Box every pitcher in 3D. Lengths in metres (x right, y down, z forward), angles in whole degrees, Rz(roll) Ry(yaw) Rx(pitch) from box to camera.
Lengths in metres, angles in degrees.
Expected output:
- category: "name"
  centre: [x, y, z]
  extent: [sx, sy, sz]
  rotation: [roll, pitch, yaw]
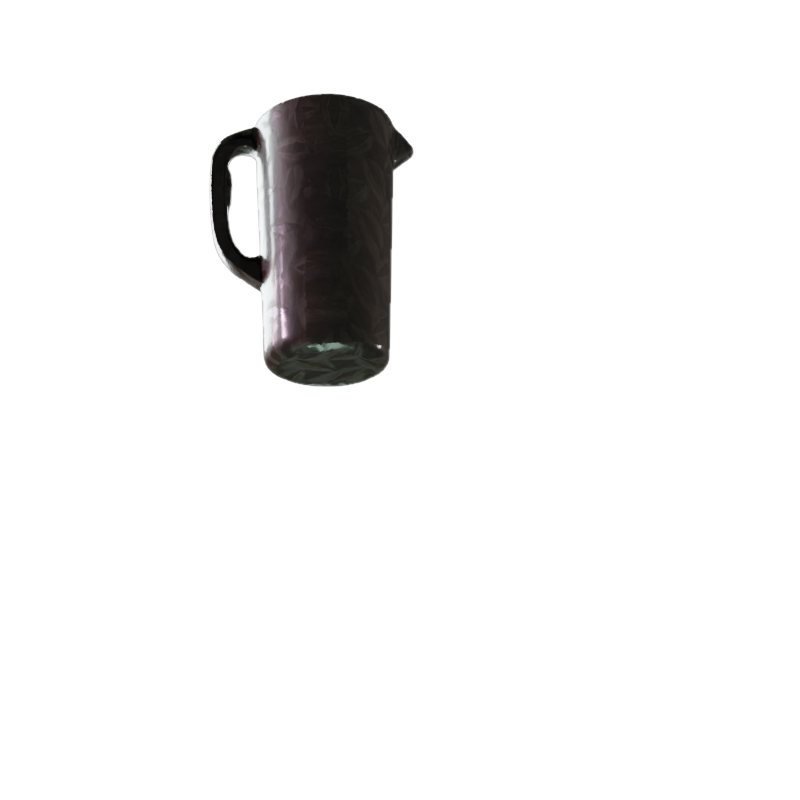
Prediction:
- category: "pitcher"
  centre: [-0.078, -0.142, 0.994]
  extent: [0.151, 0.257, 0.135]
  rotation: [-18, -29, 33]
